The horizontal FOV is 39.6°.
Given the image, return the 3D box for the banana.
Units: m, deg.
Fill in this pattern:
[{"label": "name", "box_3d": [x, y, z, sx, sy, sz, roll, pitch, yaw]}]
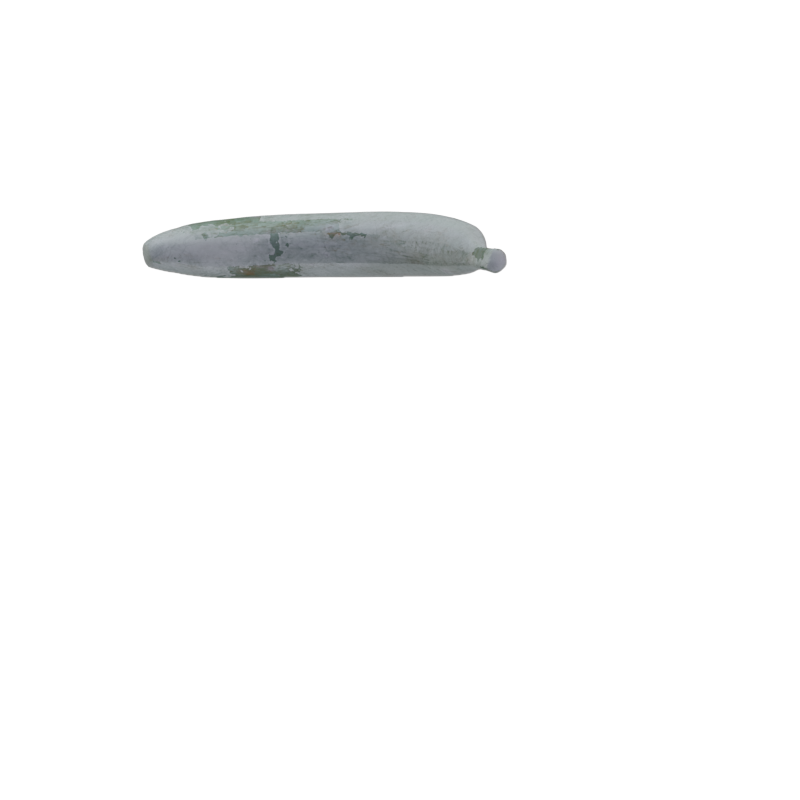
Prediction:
[{"label": "banana", "box_3d": [-0.039, -0.086, 0.608, 0.201, 0.037, 0.068, 1, 2, 14]}]
